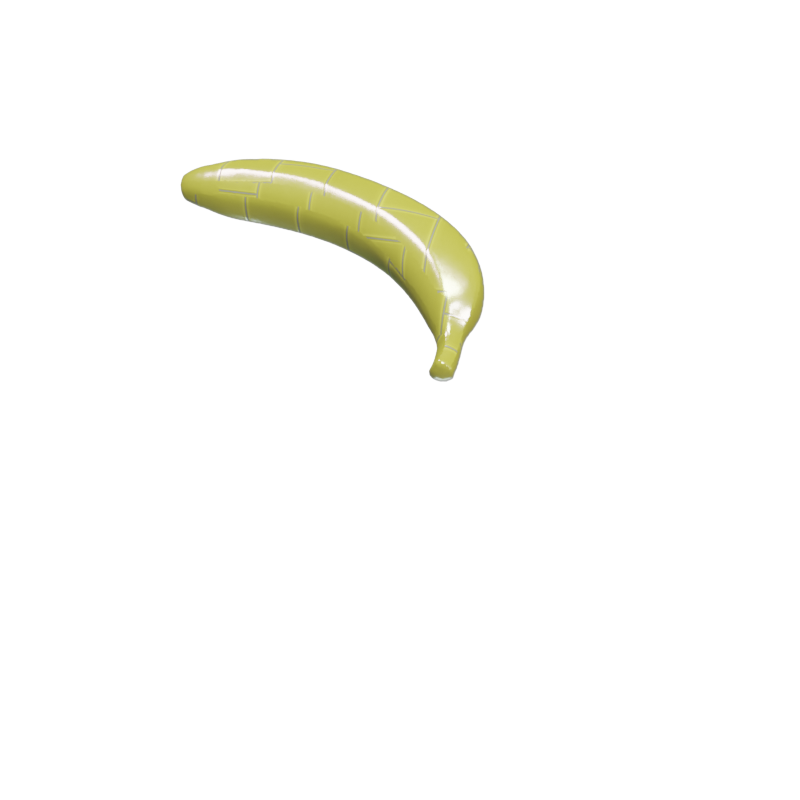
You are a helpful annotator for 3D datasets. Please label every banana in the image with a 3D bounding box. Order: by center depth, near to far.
[{"bbox_3d":[-0.026,-0.083,0.544,0.069,0.034,0.212,-29,47,-31],"label":"banana"}]
